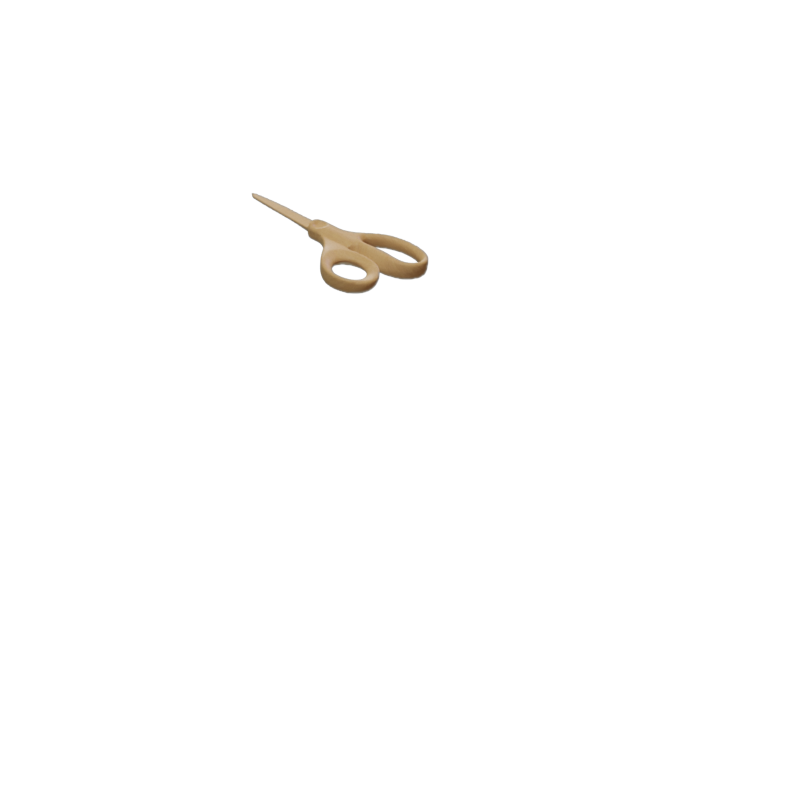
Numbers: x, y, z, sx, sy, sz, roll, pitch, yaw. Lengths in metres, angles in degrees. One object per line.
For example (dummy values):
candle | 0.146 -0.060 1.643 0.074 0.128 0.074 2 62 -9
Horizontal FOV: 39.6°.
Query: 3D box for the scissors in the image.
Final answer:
scissors | -0.073 -0.133 0.935 0.212 0.015 0.097 21 38 29
